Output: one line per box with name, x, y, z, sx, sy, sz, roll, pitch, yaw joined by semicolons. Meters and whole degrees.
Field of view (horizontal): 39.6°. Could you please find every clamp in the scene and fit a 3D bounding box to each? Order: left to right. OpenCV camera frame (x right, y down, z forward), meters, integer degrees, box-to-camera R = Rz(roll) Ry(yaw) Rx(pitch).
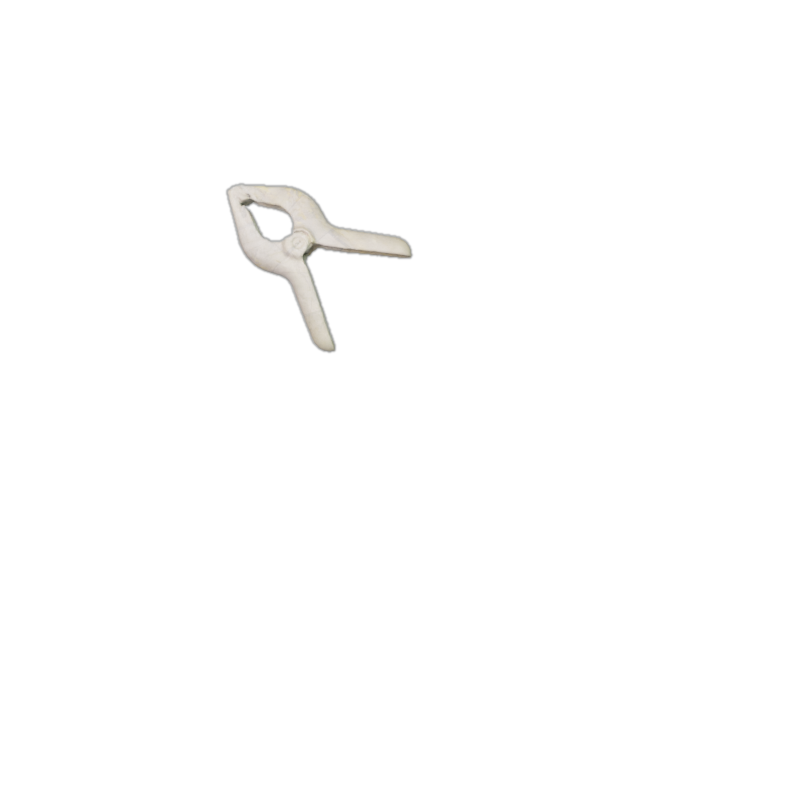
clamp;-0.078;-0.142;0.992;0.121;0.176;0.038;-41;-9;-8
